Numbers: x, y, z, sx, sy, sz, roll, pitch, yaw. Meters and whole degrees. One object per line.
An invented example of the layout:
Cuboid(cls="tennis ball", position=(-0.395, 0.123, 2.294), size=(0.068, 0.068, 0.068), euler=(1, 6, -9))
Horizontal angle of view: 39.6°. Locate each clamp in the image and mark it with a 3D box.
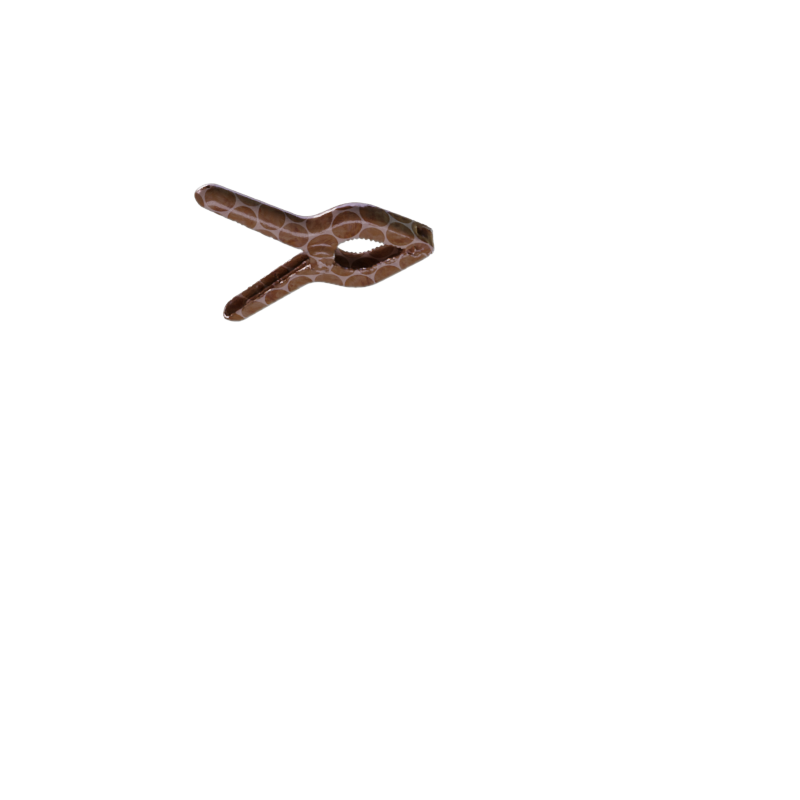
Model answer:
Cuboid(cls="clamp", position=(-0.077, -0.141, 0.988), size=(0.212, 0.039, 0.152), euler=(-8, -41, 9))
